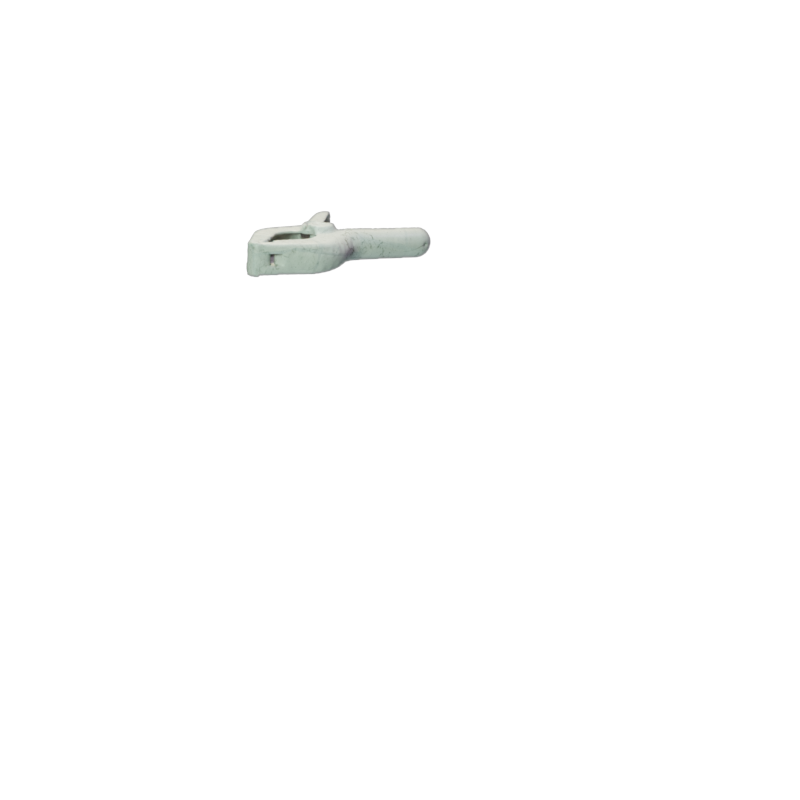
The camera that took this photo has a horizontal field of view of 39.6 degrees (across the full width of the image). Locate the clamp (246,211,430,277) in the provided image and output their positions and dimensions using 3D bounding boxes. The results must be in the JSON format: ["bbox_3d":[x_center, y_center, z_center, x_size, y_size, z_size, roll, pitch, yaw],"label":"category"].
[{"bbox_3d":[-0.072,-0.131,0.916,0.126,0.038,0.167,13,18,43],"label":"clamp"}]
